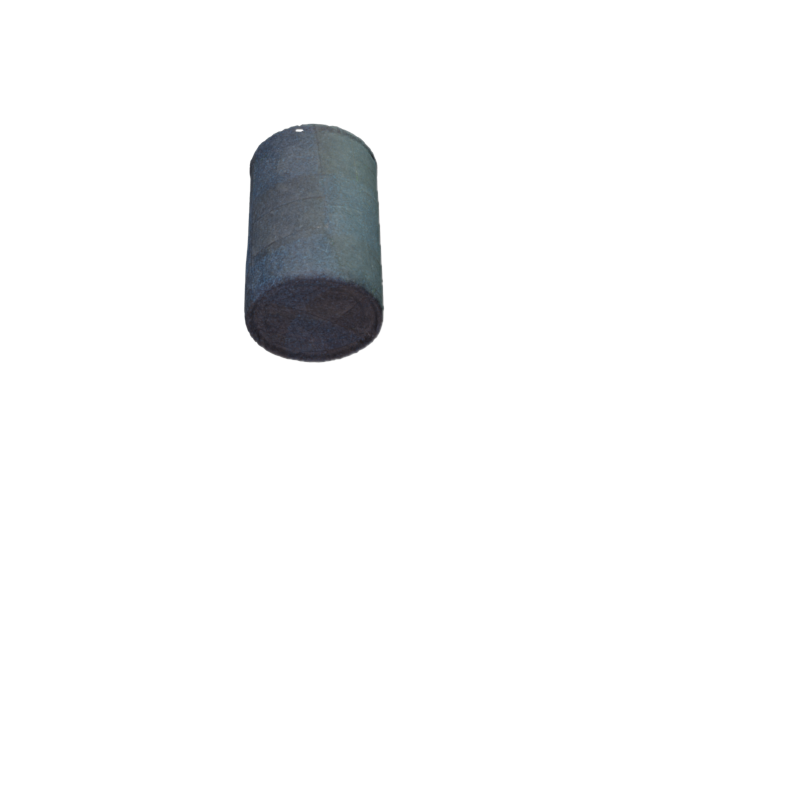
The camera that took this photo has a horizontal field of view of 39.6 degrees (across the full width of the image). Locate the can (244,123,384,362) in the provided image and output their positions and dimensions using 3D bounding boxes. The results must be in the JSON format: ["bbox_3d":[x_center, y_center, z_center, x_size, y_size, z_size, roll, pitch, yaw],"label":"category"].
[{"bbox_3d":[-0.043,-0.079,0.553,0.068,0.110,0.064,-1,-39,-3],"label":"can"}]
